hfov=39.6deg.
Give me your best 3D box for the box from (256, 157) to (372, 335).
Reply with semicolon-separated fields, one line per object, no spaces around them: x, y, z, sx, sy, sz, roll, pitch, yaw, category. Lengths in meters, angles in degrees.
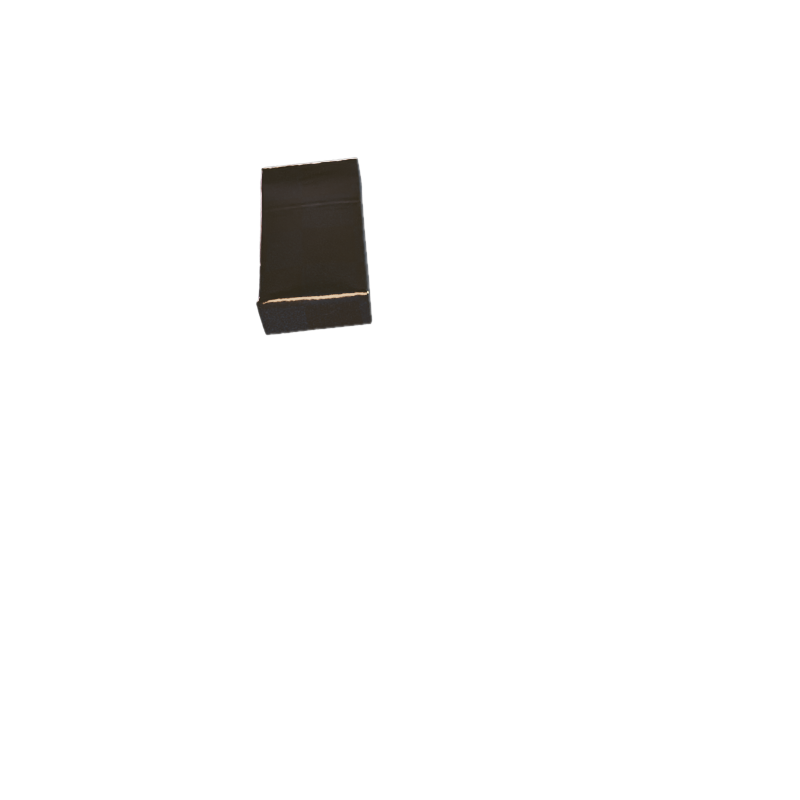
-0.076;-0.138;0.969;0.094;0.189;0.044;-6;-45;3;box
